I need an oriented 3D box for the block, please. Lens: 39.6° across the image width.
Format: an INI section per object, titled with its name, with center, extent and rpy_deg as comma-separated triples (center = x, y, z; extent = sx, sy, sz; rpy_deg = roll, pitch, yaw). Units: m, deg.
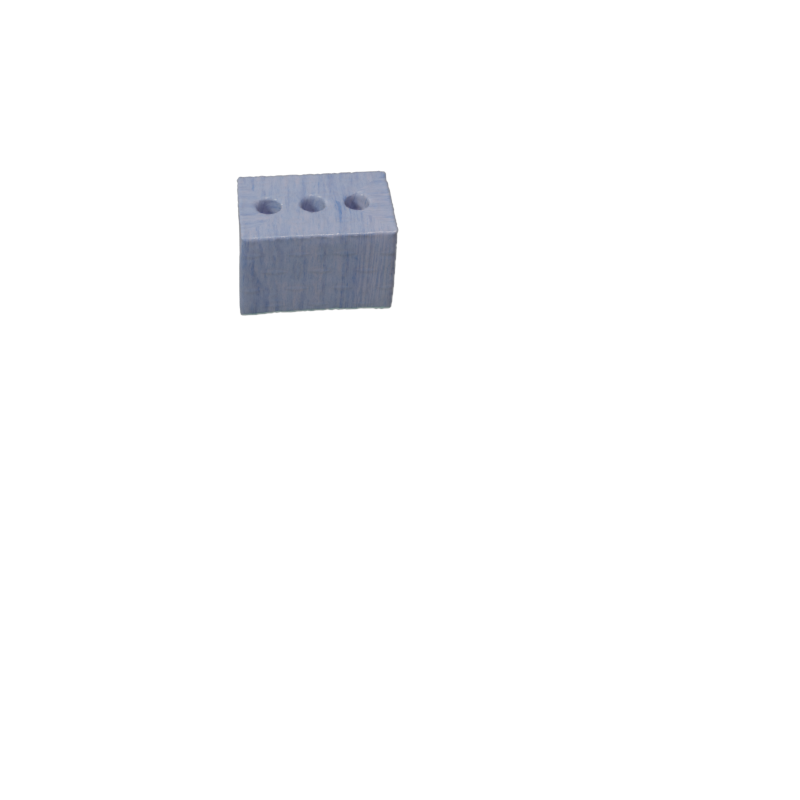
[block]
center = -0.044, -0.080, 0.561
extent = 0.077, 0.048, 0.057
rpy_deg = -4, 44, -5
